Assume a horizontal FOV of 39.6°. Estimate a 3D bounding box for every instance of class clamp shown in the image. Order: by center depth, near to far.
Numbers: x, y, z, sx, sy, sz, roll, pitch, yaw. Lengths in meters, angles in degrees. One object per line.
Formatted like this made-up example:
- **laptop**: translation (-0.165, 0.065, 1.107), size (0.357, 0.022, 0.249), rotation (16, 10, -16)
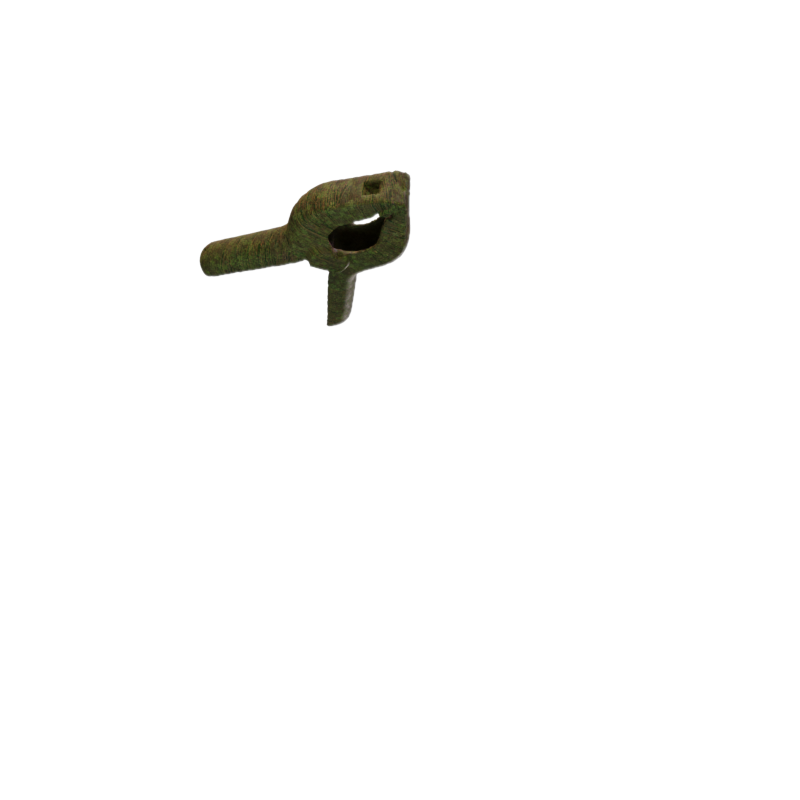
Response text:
- **clamp**: translation (-0.058, -0.106, 0.743), size (0.116, 0.042, 0.167), rotation (13, -30, -23)
